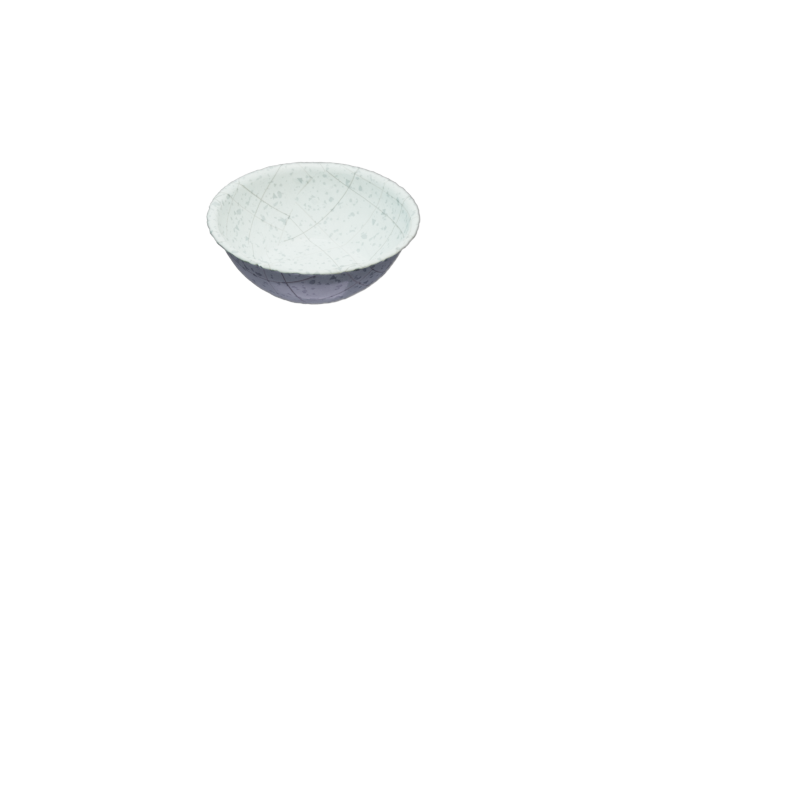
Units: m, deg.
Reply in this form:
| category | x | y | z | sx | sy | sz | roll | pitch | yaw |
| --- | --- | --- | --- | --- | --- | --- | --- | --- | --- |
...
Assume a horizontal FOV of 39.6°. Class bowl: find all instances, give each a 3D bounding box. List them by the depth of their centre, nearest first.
| category | x | y | z | sx | sy | sz | roll | pitch | yaw |
| --- | --- | --- | --- | --- | --- | --- | --- | --- | --- |
| bowl | -0.067 | -0.122 | 0.852 | 0.162 | 0.051 | 0.173 | -1 | 38 | -2 |
